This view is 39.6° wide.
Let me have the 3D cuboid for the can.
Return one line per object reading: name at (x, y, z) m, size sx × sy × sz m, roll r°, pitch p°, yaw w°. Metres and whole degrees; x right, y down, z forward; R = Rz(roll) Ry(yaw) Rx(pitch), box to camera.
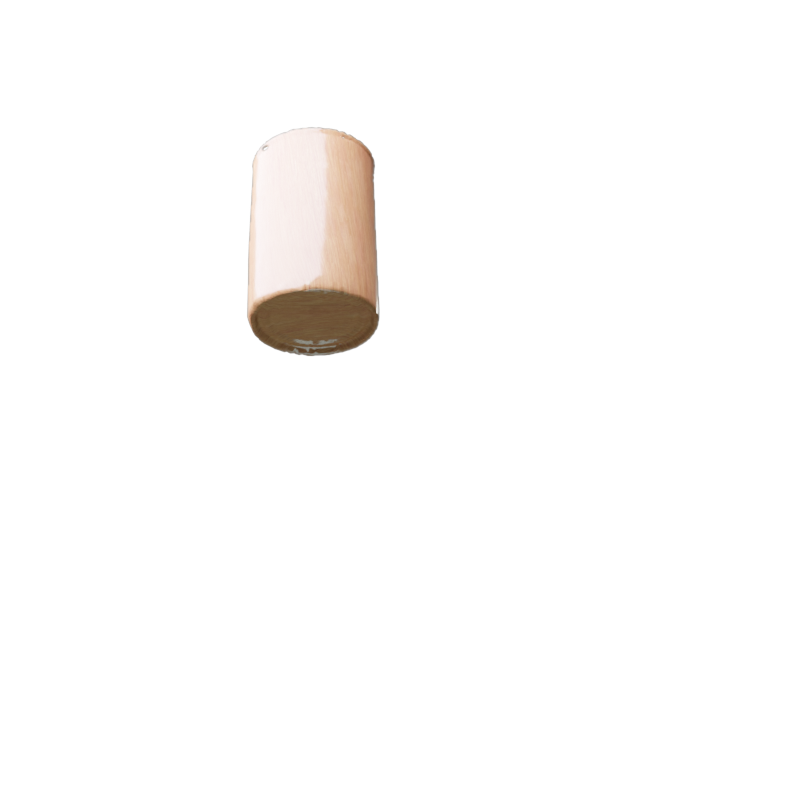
can at (-0.046, -0.083, 0.584) m, size 0.068 × 0.109 × 0.064 m, roll -1°, pitch -32°, yaw -2°
